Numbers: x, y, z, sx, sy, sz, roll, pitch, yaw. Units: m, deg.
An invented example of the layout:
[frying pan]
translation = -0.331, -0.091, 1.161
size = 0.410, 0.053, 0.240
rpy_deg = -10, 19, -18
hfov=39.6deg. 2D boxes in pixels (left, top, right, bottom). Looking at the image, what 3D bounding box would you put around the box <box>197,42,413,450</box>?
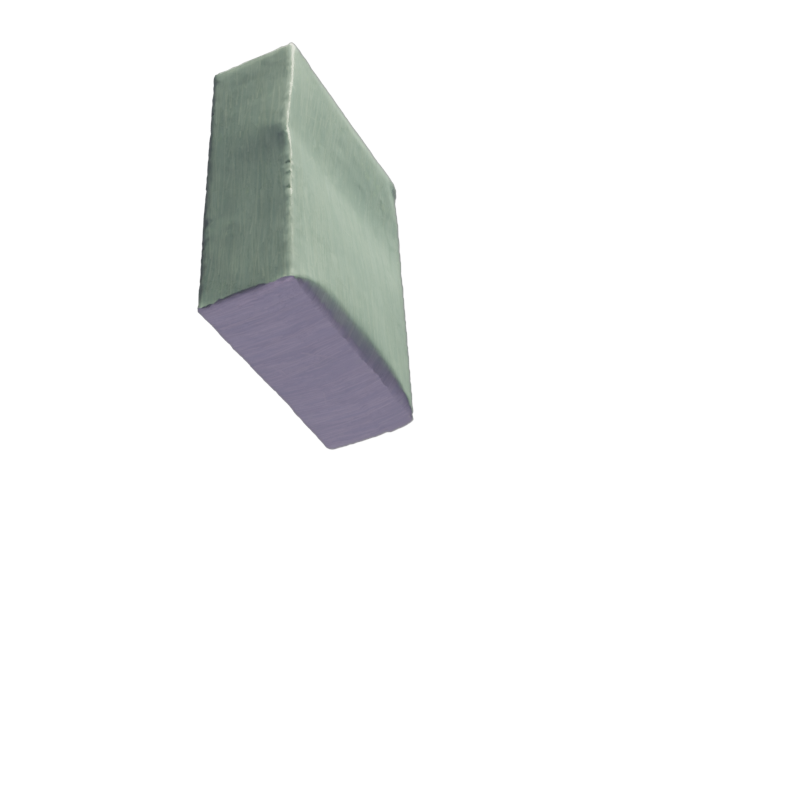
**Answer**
[box]
translation = -0.057, -0.103, 0.723
size = 0.072, 0.229, 0.151
rpy_deg = -20, -42, 19
